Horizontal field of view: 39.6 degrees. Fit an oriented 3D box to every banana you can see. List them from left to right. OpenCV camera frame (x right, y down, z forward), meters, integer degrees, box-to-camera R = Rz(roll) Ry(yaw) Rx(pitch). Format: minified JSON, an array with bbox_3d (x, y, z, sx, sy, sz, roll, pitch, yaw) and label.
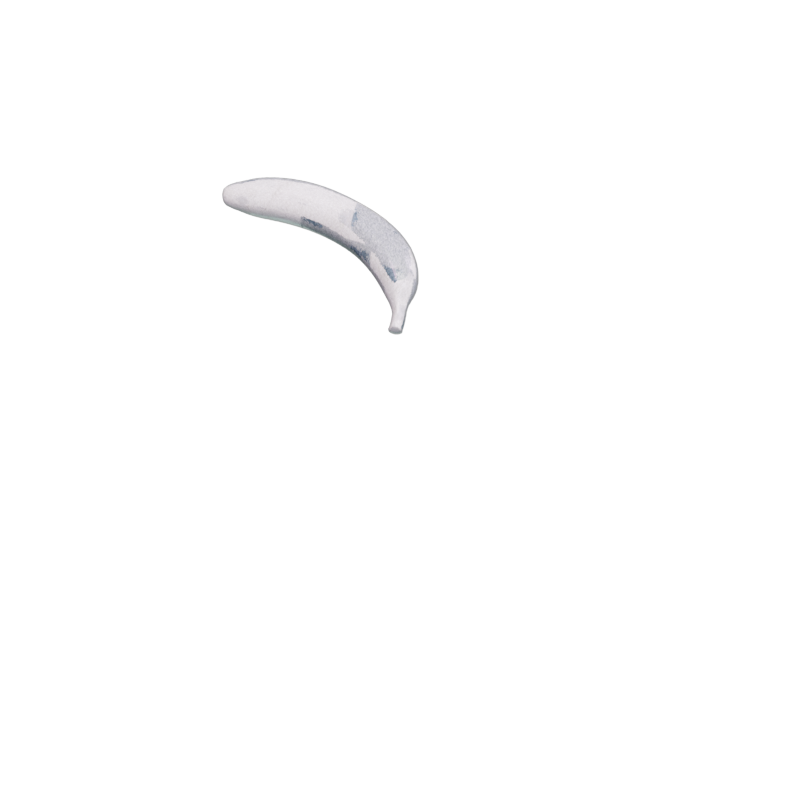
[{"bbox_3d":[-0.053,-0.133,0.879,0.210,0.034,0.070,38,60,26],"label":"banana"}]
